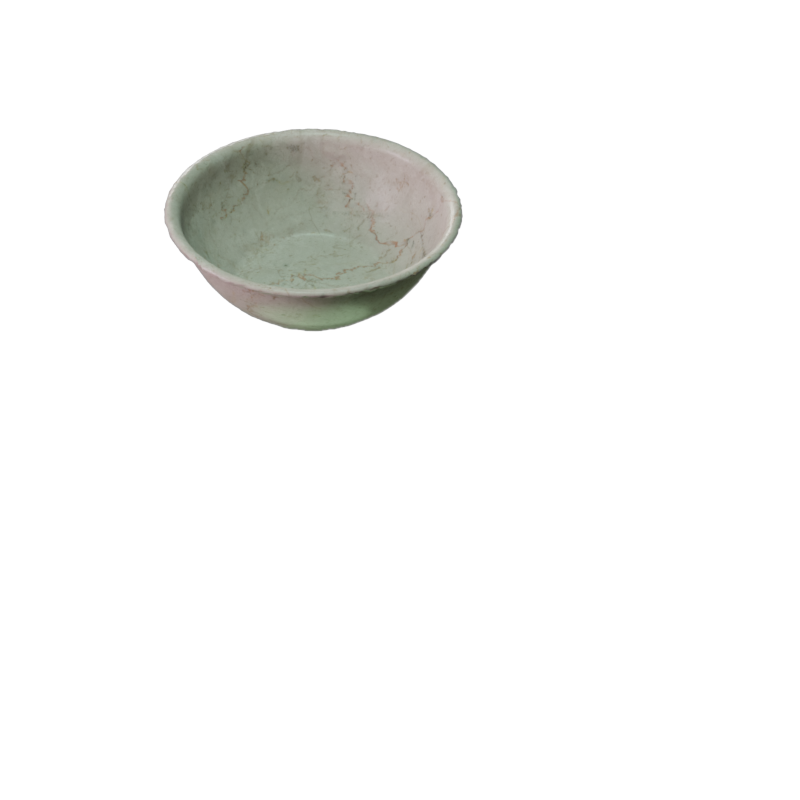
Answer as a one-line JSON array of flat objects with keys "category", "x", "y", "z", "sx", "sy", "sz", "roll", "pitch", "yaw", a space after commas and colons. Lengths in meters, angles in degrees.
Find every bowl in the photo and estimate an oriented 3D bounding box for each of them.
[{"category": "bowl", "x": -0.048, "y": -0.088, "z": 0.617, "sx": 0.162, "sy": 0.051, "sz": 0.174, "roll": -1, "pitch": 40, "yaw": -2}]
